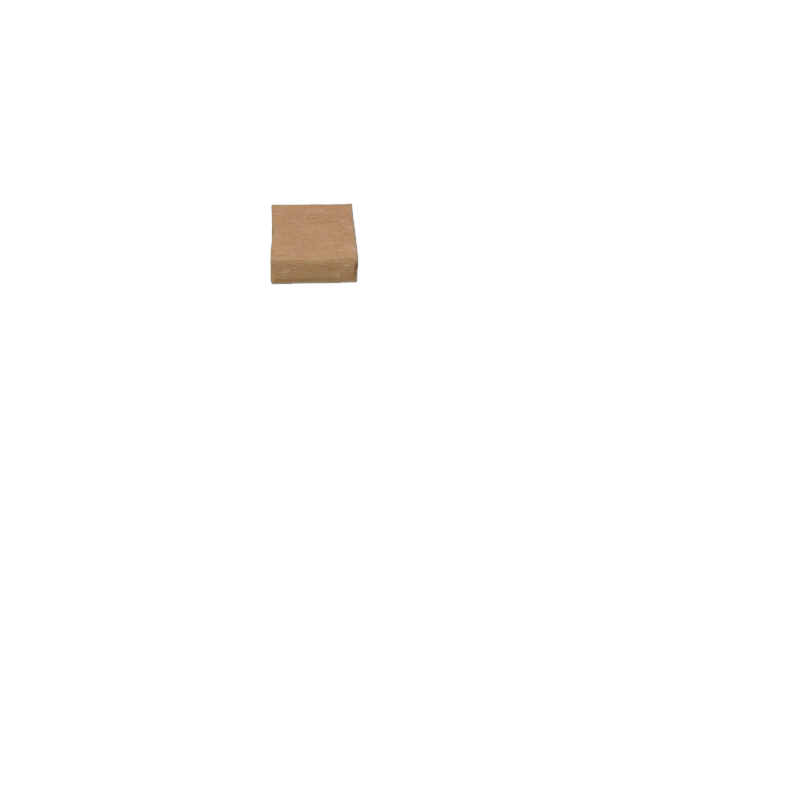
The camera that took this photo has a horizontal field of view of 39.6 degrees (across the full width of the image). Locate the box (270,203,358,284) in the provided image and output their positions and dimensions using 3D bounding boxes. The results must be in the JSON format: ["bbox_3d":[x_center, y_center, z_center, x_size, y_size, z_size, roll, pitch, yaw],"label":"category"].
[{"bbox_3d":[-0.075,-0.137,0.956,0.073,0.028,0.096,-2,39,-3],"label":"box"}]
